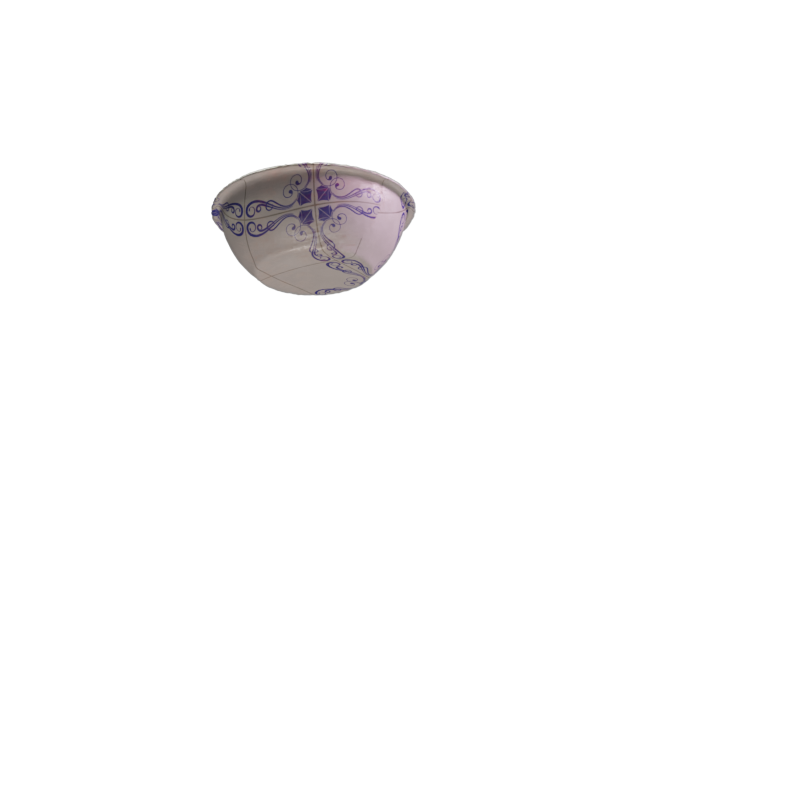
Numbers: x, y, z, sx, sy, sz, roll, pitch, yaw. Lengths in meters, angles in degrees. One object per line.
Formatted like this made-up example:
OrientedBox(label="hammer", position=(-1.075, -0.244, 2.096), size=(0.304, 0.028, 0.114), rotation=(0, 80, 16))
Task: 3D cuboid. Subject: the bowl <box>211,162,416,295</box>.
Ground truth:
OrientedBox(label="bowl", position=(-0.068, -0.124, 0.867), size=(0.162, 0.058, 0.154), rotation=(0, -19, -2))
